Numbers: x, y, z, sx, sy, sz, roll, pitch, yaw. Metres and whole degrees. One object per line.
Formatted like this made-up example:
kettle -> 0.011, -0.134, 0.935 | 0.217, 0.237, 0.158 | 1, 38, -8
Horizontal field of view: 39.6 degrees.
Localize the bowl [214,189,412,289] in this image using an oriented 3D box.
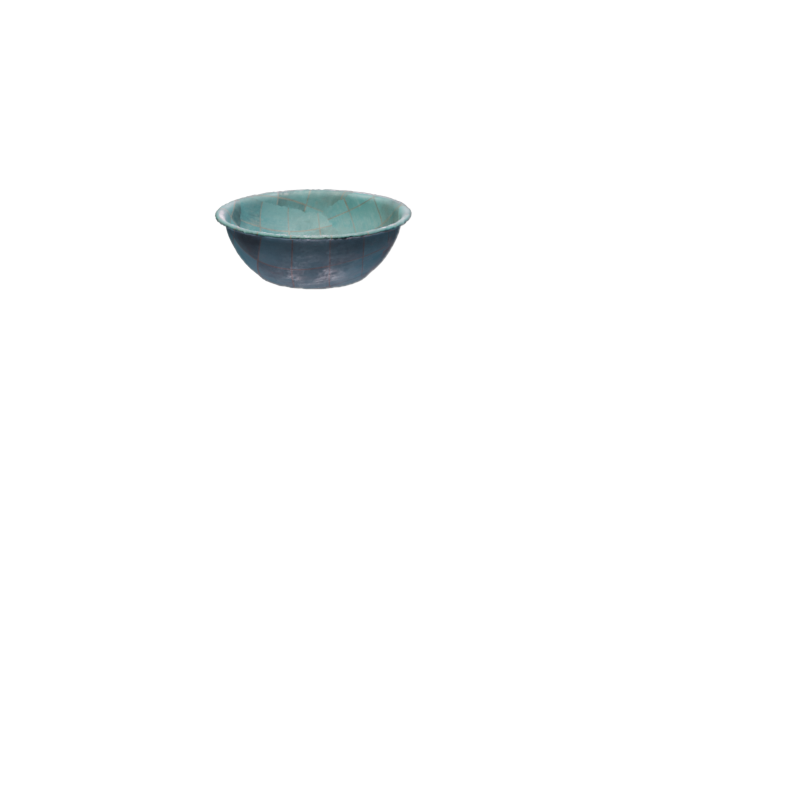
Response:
bowl -> -0.072, -0.131, 0.920 | 0.162, 0.053, 0.170 | -1, 22, -2
